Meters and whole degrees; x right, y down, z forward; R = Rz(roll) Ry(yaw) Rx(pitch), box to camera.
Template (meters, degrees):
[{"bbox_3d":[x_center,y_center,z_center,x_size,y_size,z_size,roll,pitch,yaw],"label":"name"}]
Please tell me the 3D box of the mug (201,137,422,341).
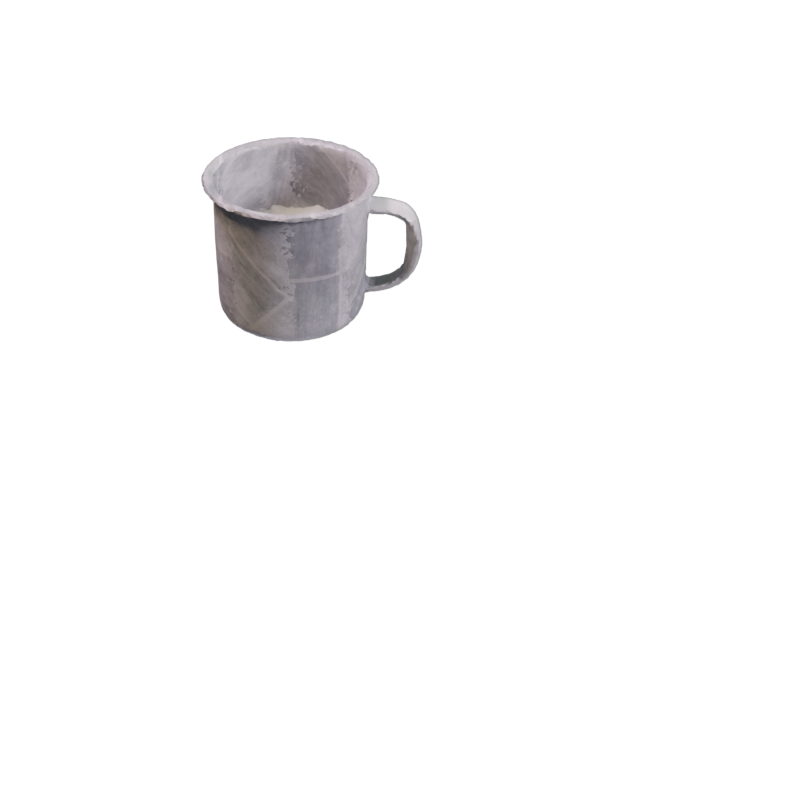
[{"bbox_3d":[-0.047,-0.086,0.600,0.117,0.076,0.099,2,35,1],"label":"mug"}]
